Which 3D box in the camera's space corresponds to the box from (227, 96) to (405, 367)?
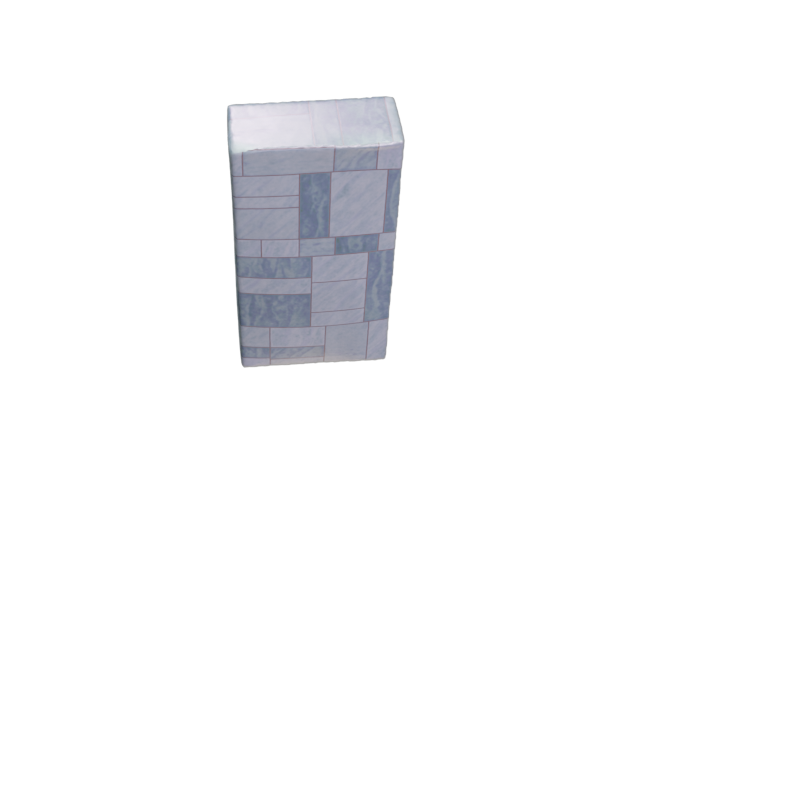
[{"bbox_3d":[-0.050,-0.091,0.638,0.093,0.052,0.164,-3,-38,-6],"label":"box"}]
